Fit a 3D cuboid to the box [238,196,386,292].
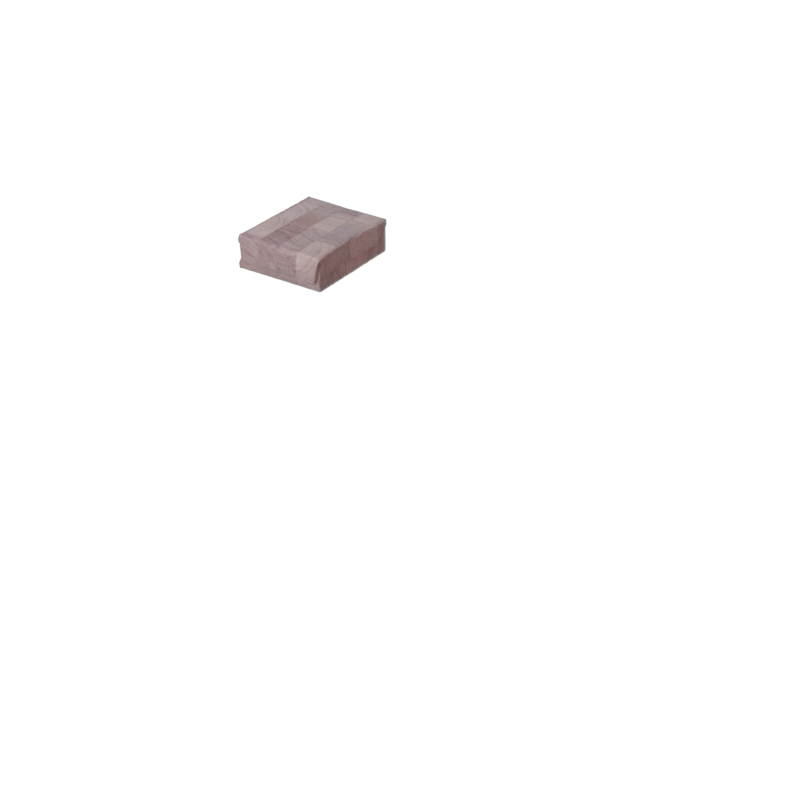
[{"bbox_3d":[-0.064,-0.116,0.814,0.077,0.028,0.090,19,36,29],"label":"box"}]
